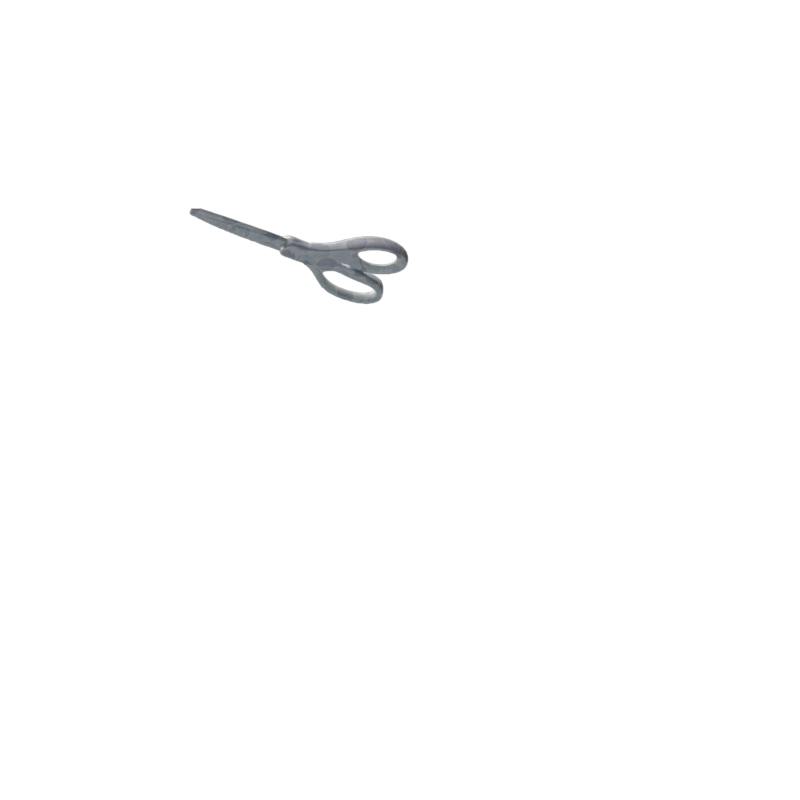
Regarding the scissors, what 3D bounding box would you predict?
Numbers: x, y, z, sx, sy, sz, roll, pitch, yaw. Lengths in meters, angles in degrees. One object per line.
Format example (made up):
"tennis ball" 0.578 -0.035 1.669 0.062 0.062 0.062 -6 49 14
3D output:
"scissors" -0.075 -0.136 0.953 0.096 0.017 0.188 -26 -40 35
